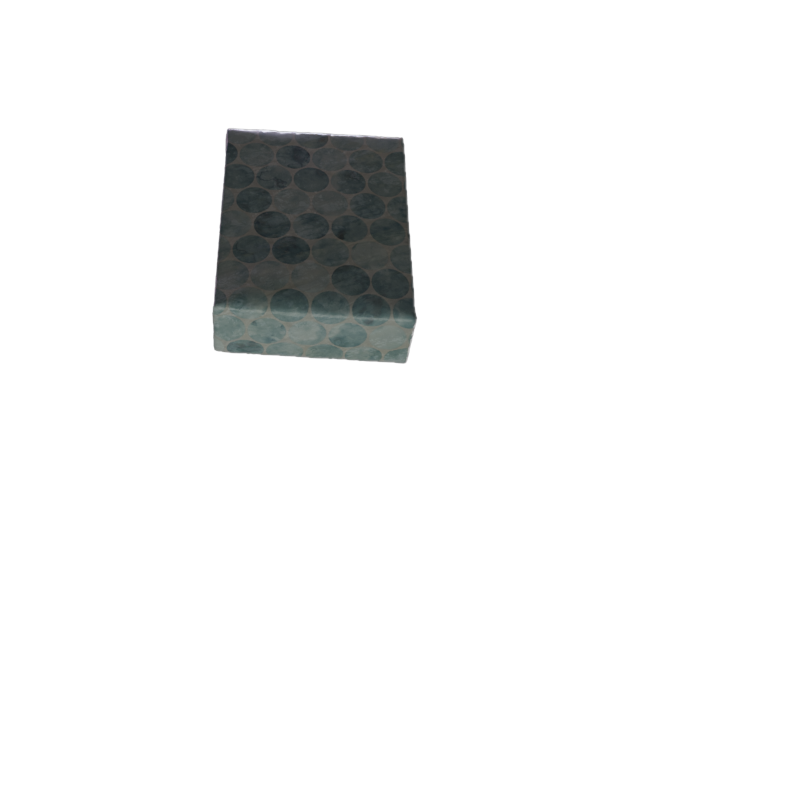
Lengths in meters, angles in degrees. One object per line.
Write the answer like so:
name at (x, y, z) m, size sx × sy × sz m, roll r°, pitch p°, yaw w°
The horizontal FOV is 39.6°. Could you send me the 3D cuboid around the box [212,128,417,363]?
box at (-0.075, -0.138, 0.964) m, size 0.163 × 0.229 × 0.067 m, roll 2°, pitch -39°, yaw -5°
